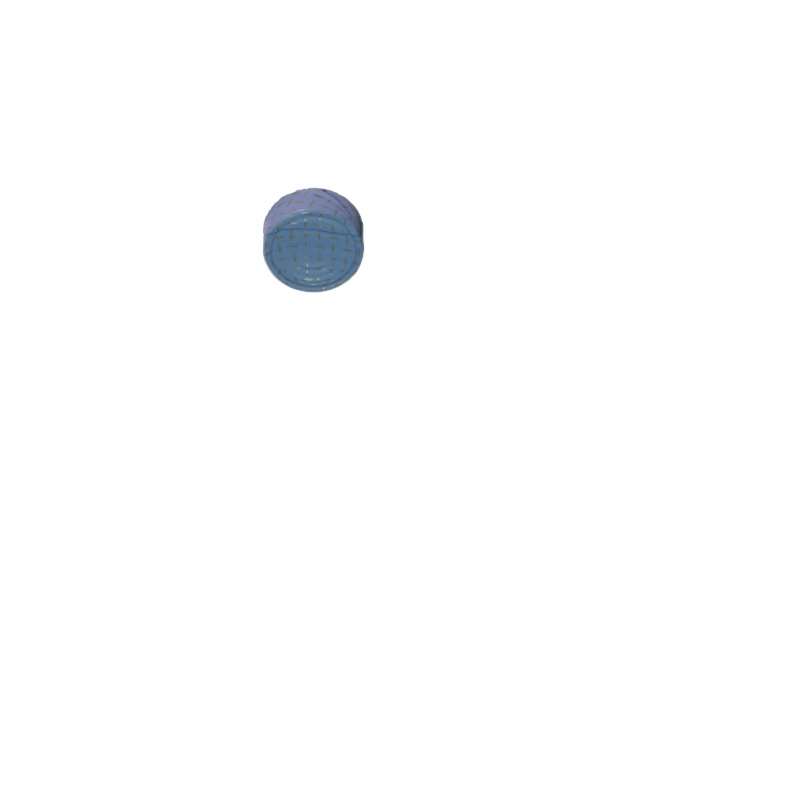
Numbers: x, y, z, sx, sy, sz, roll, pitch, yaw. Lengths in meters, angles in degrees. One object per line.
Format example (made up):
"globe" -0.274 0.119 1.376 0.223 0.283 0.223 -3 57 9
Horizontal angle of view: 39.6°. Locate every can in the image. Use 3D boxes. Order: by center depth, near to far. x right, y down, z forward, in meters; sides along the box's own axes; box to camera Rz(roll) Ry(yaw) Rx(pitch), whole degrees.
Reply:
"can" -0.073 -0.133 0.929 0.086 0.080 0.036 1 36 -1
